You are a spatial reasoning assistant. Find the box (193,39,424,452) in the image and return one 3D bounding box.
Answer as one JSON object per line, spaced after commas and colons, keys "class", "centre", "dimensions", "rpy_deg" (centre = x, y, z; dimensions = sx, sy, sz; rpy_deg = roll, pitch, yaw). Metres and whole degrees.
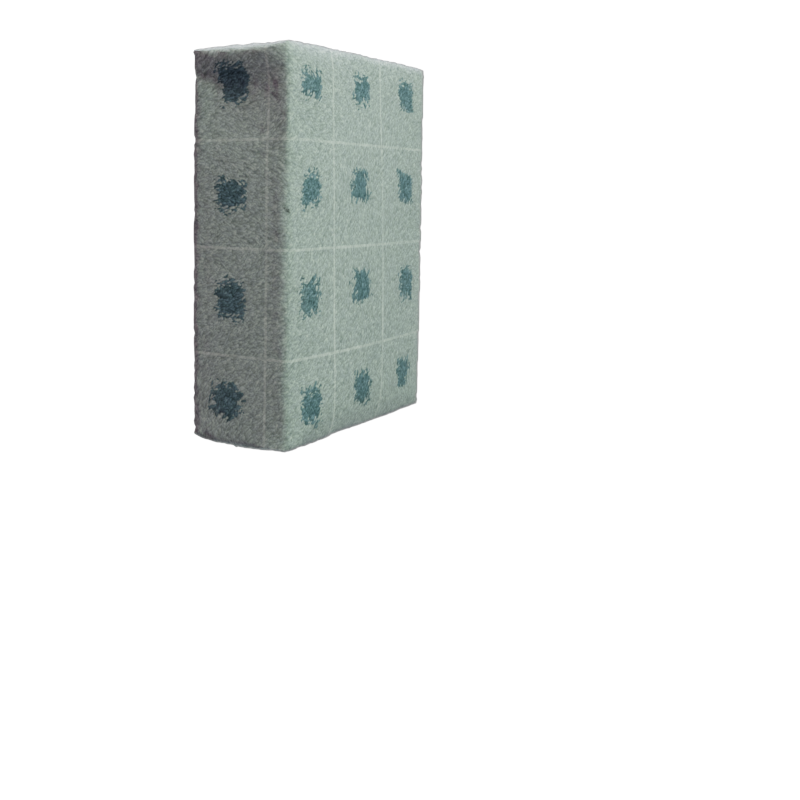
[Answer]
{"class": "box", "centre": [-0.051, -0.093, 0.648], "dimensions": [0.074, 0.212, 0.160], "rpy_deg": [2, 6, 27]}
